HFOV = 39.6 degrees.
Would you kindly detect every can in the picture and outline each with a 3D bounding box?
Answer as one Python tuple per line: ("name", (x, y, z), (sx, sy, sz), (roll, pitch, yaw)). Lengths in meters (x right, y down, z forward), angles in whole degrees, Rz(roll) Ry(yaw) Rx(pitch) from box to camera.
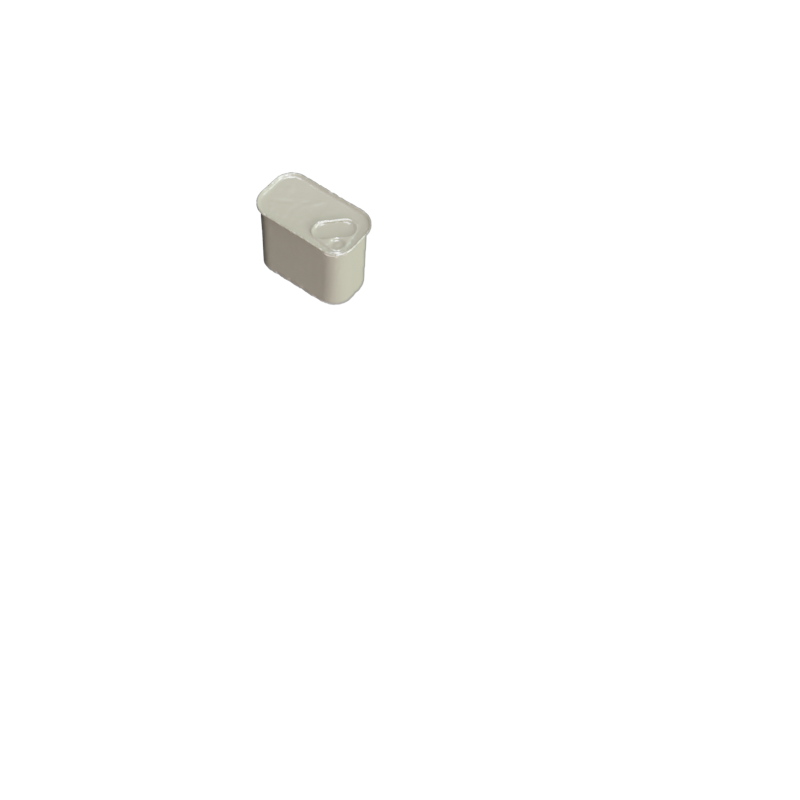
("can", (-0.077, -0.141, 0.991), (0.107, 0.059, 0.078), (33, -29, 19))
